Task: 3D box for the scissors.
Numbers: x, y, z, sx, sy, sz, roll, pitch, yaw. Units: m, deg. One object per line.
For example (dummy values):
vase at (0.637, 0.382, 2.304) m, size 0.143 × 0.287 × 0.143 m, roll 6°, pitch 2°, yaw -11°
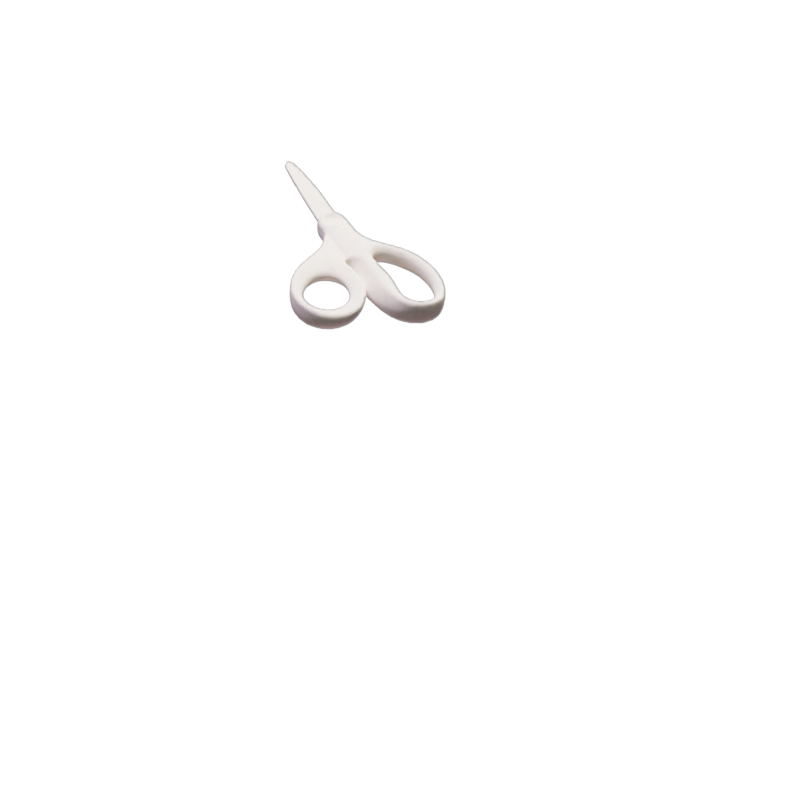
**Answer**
scissors at (-0.053, -0.097, 0.681) m, size 0.095 × 0.015 × 0.217 m, roll -22°, pitch 41°, yaw -27°
